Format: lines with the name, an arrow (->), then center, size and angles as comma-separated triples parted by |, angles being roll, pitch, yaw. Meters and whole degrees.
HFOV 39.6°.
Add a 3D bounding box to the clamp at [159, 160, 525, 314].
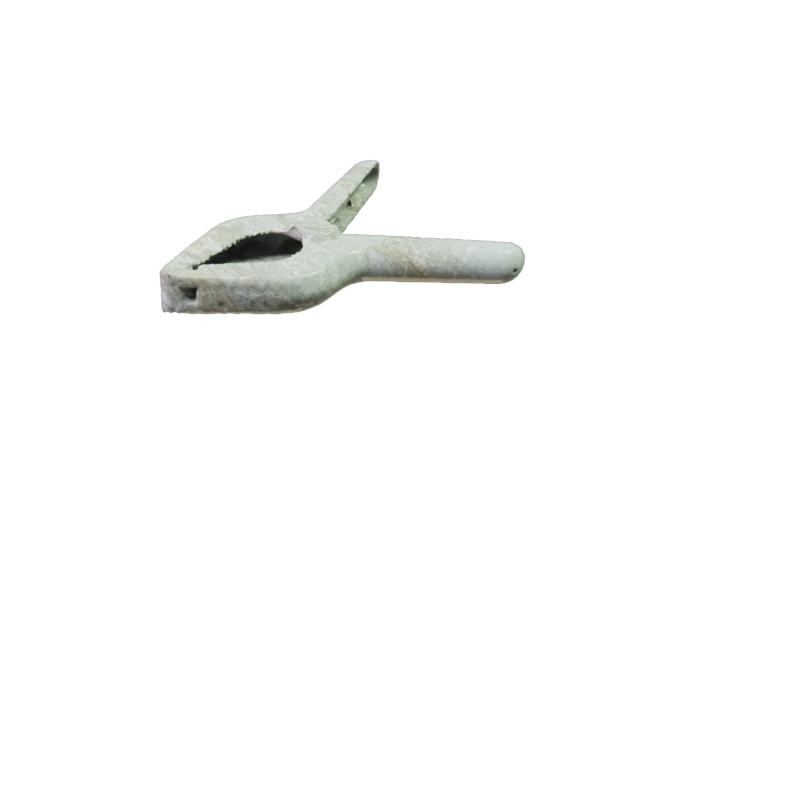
clamp -> -0.054, -0.098, 0.685 | 0.207, 0.034, 0.177 | -15, 36, -22
